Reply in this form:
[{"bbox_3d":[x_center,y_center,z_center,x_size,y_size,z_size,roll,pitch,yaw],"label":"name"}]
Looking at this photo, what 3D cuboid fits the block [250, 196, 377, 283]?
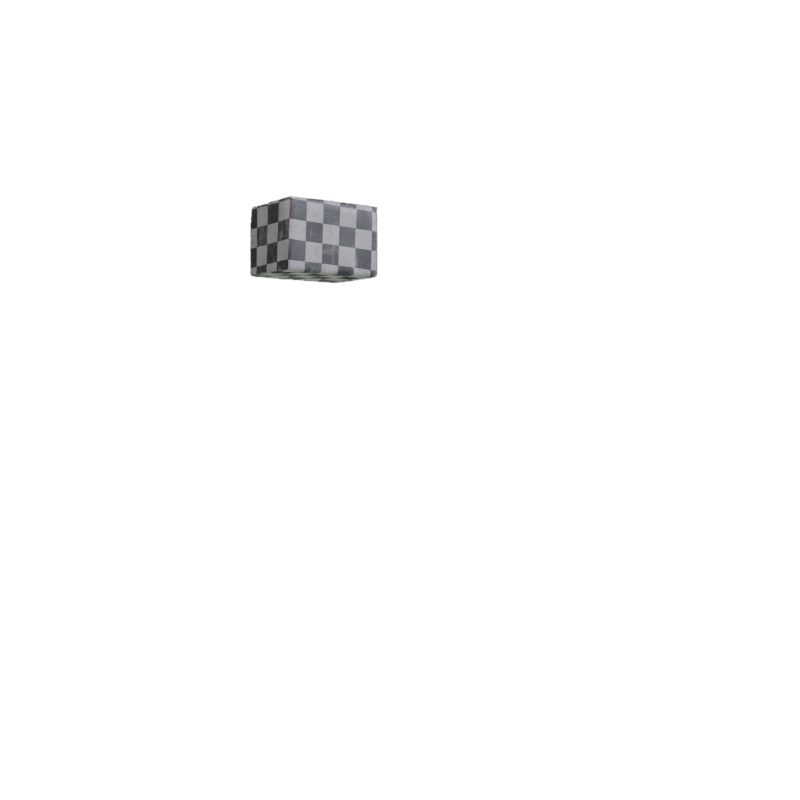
[{"bbox_3d":[-0.062,-0.113,0.789,0.075,0.052,0.054,2,-4,-37],"label":"block"}]
